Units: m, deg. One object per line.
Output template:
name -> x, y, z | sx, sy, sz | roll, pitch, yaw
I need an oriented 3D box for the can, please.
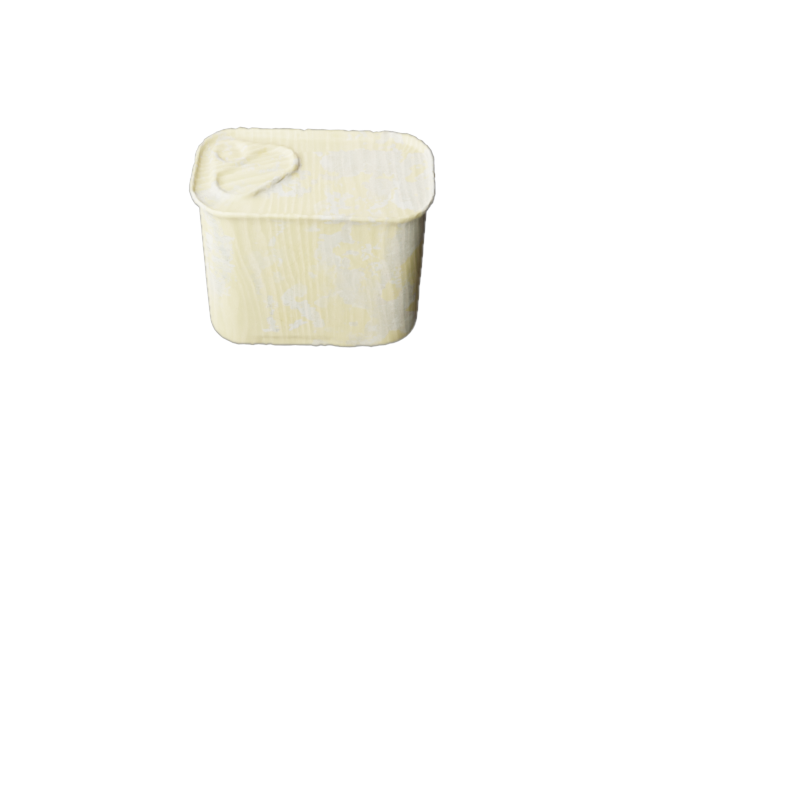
can -> -0.039, -0.070, 0.492 | 0.102, 0.062, 0.078 | 2, -42, 0
